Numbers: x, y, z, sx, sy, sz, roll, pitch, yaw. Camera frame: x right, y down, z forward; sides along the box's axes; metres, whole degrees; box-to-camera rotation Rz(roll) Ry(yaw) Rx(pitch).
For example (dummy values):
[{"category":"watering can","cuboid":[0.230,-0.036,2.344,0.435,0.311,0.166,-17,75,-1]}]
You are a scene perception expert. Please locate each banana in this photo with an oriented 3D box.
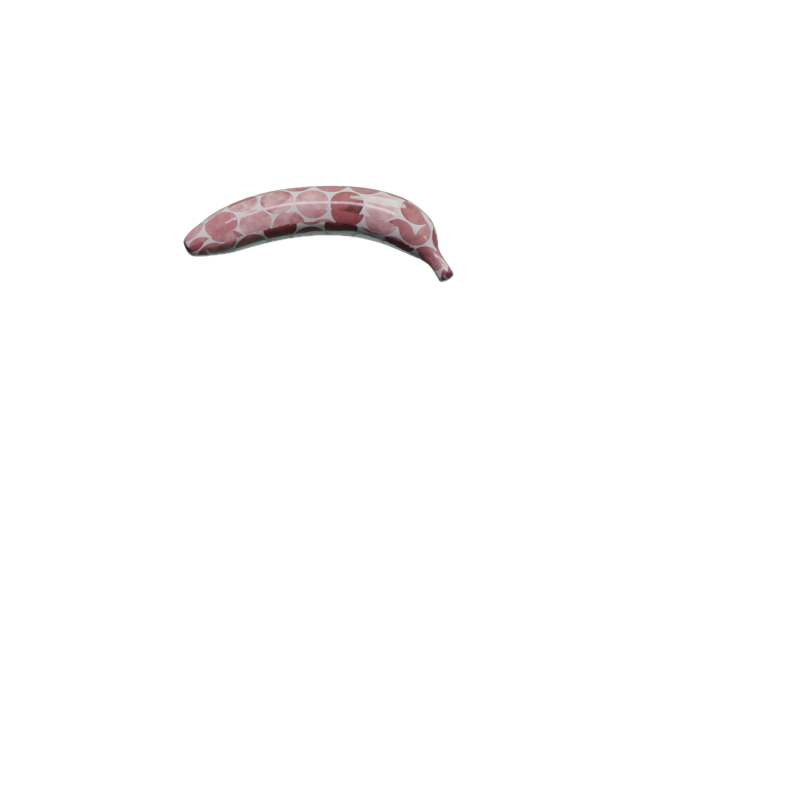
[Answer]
[{"category":"banana","cuboid":[-0.058,-0.130,0.821,0.199,0.074,0.034,5,-42,4]}]
